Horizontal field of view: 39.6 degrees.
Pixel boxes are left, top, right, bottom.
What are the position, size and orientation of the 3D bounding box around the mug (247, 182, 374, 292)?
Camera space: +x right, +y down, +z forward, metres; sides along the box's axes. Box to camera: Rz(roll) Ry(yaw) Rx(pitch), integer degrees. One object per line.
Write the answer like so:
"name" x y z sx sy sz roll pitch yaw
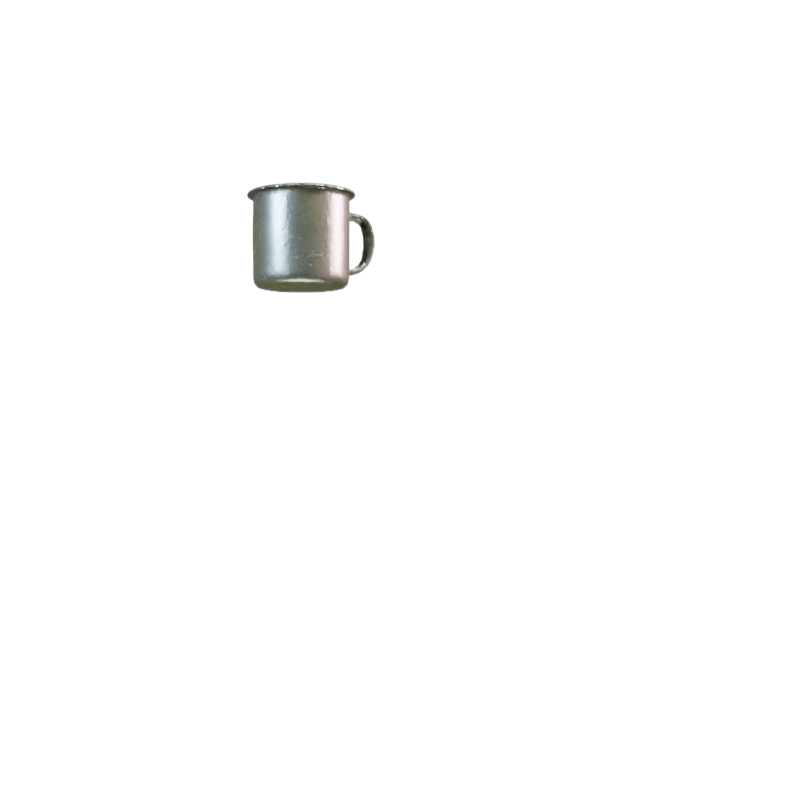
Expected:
"mug" -0.074 -0.136 0.950 0.113 0.083 0.095 2 -5 -32
